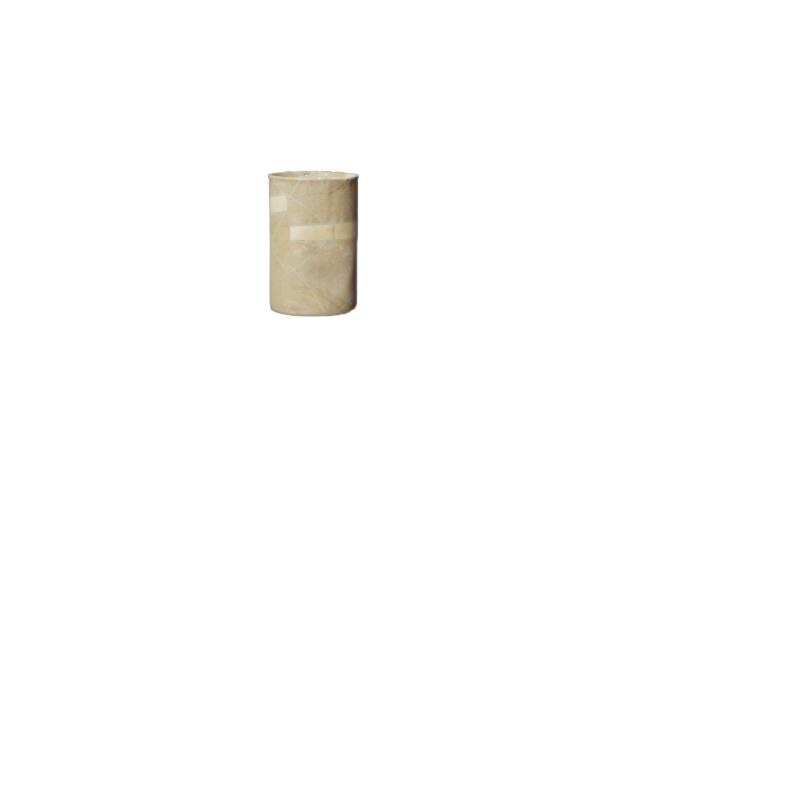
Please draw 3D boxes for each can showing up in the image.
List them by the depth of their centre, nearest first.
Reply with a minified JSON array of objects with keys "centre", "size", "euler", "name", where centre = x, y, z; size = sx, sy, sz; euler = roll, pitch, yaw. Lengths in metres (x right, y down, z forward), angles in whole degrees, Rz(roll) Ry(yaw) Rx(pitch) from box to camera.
[{"centre":[-0.065,-0.119,0.832],"size":[0.068,0.100,0.070],"euler":[0,11,-2],"name":"can"}]
